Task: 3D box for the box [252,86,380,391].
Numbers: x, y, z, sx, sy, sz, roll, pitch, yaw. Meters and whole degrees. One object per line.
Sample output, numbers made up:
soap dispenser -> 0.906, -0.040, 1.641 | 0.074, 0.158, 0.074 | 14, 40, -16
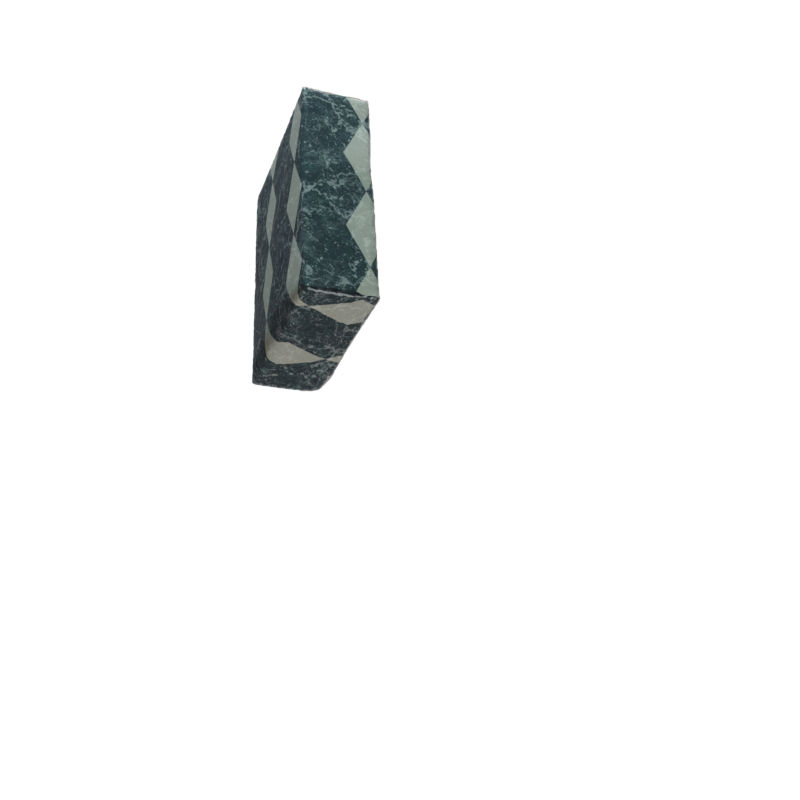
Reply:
box -> -0.076, -0.139, 0.974 | 0.070, 0.229, 0.158 | 10, -35, -18
